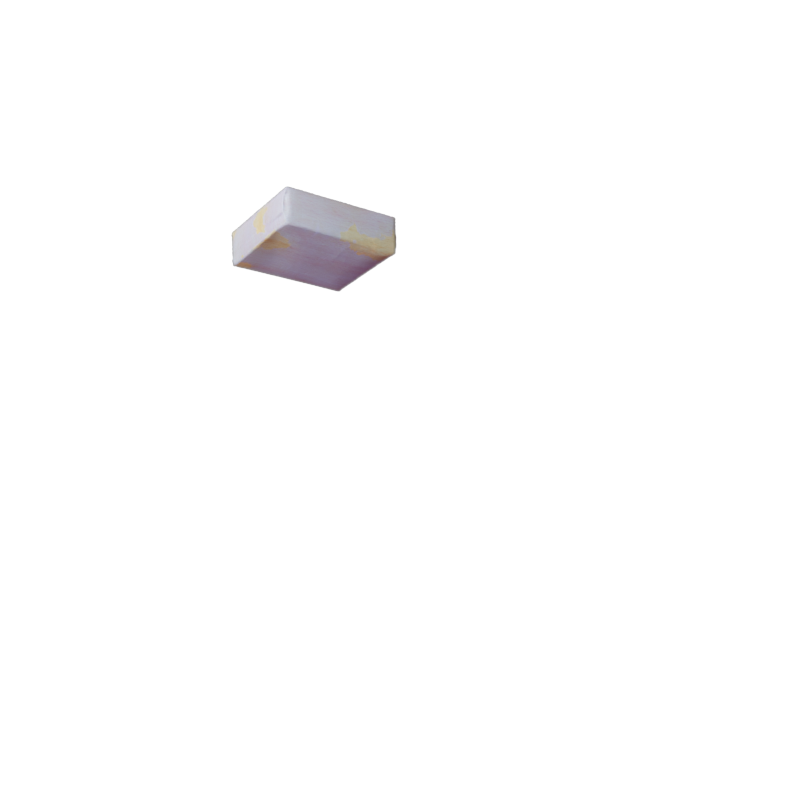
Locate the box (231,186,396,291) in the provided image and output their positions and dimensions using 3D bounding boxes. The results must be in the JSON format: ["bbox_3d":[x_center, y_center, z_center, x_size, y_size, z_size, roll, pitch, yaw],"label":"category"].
[{"bbox_3d":[-0.073,-0.134,0.936,0.108,0.041,0.089,14,-26,-32],"label":"box"}]
